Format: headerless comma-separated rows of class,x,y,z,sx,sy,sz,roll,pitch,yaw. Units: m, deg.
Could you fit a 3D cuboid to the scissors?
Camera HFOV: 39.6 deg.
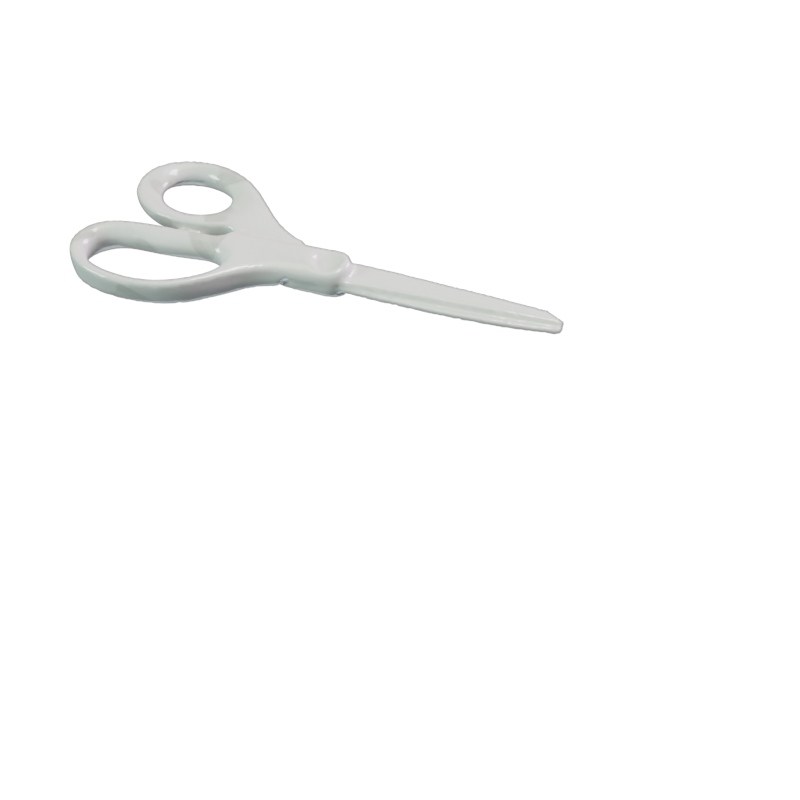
scissors,-0.037,-0.067,0.472,0.202,0.015,0.103,3,44,3
